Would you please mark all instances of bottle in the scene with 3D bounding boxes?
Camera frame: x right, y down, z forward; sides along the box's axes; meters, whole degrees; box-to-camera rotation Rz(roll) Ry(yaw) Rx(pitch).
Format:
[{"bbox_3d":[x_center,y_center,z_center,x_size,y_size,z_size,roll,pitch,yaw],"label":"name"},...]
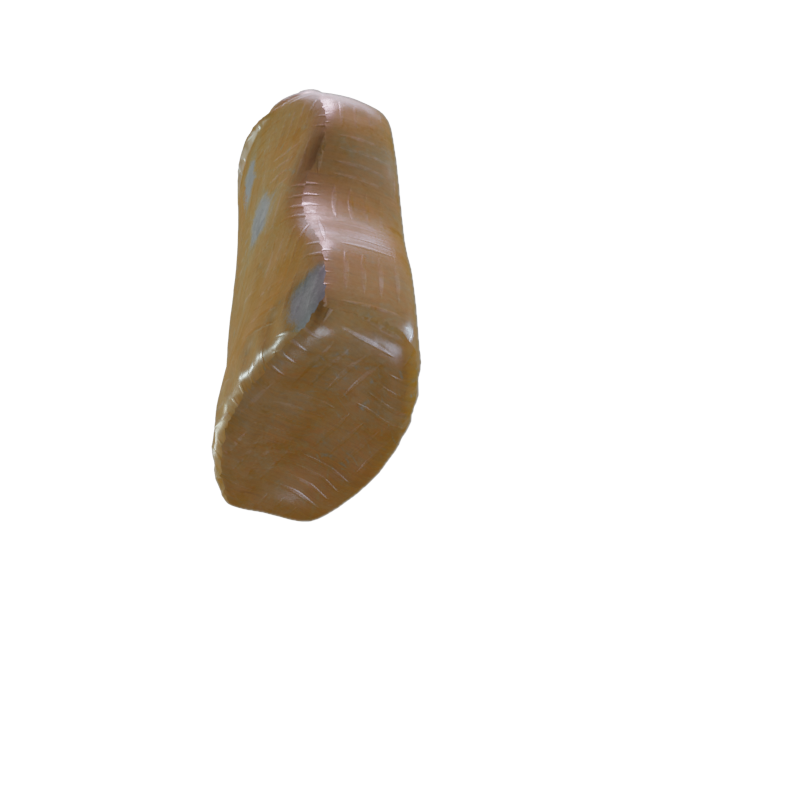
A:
[{"bbox_3d":[-0.033,-0.059,0.414,0.057,0.092,0.206,14,41,-16],"label":"bottle"}]
